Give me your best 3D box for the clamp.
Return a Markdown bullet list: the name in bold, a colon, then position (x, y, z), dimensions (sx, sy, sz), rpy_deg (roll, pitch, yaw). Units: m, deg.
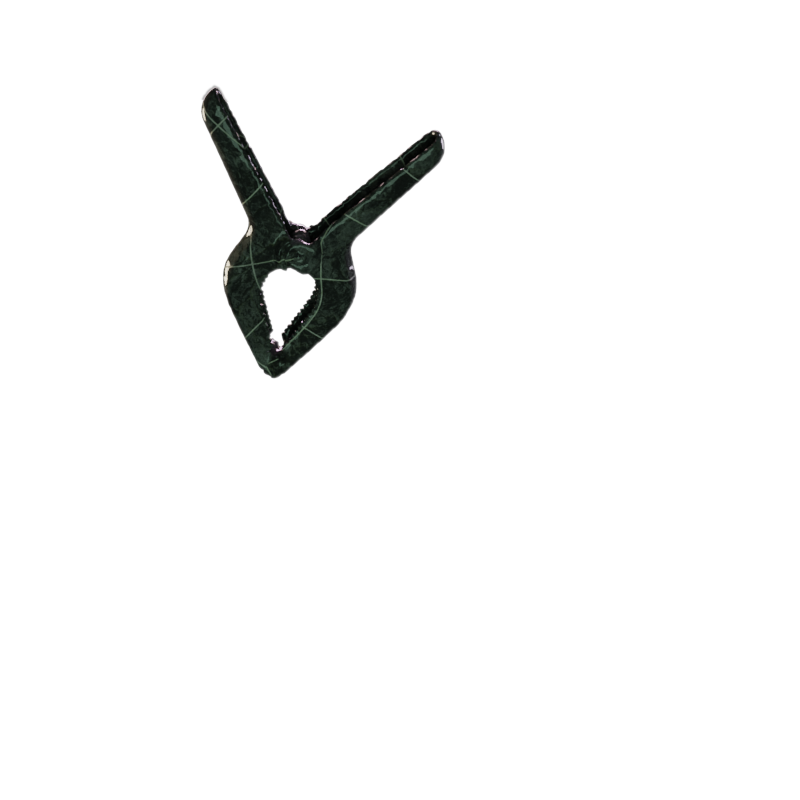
- **clamp**: position (-0.061, -0.111, 0.775), dimensions (0.164, 0.200, 0.038), rpy_deg (5, 26, -3)
